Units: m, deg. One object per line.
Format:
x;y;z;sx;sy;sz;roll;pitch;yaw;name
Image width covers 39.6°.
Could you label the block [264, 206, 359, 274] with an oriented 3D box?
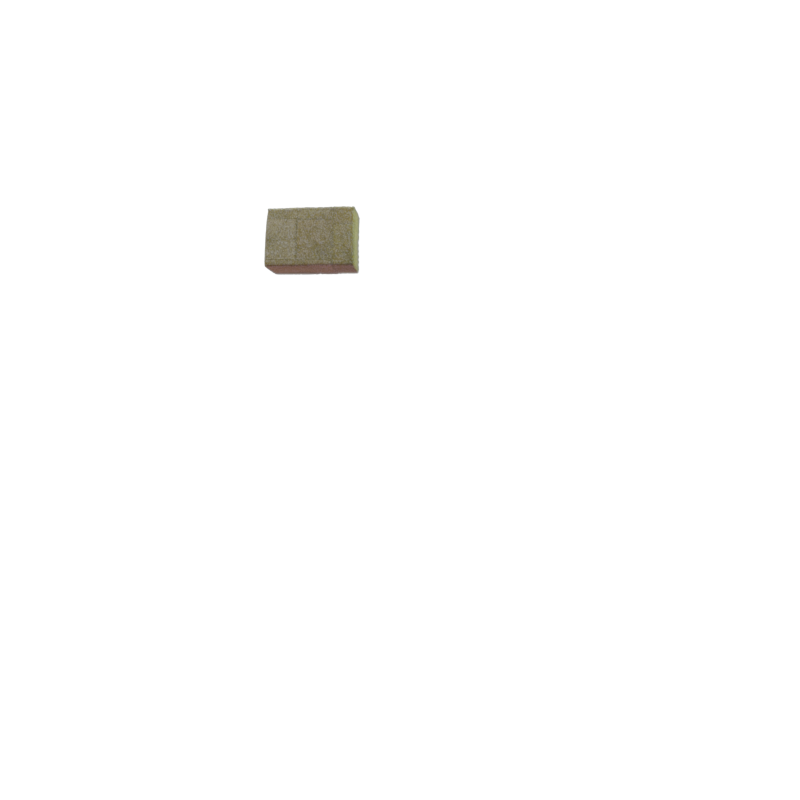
-0.076;-0.138;0.969;0.079;0.052;0.051;-1;-6;6;block
